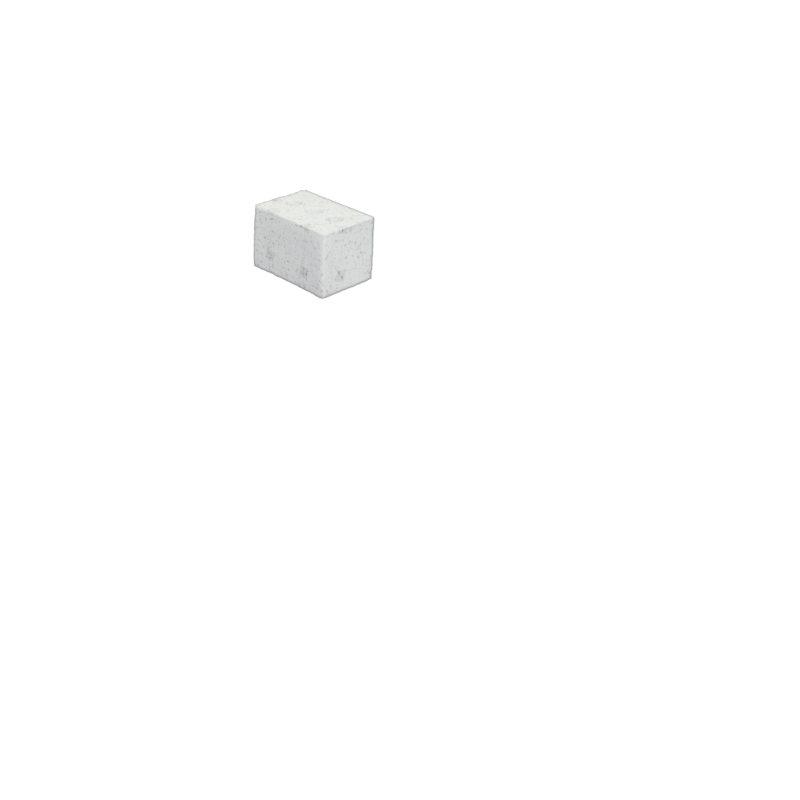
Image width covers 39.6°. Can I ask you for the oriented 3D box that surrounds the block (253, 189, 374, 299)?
[{"bbox_3d":[-0.064,-0.116,0.815,0.052,0.048,0.083,-24,37,-39],"label":"block"}]
